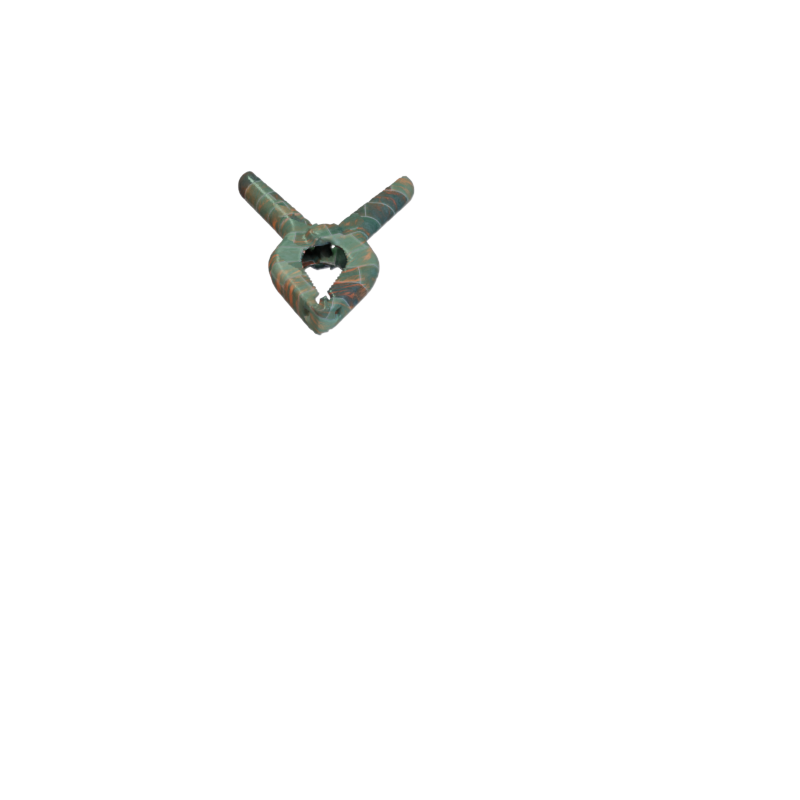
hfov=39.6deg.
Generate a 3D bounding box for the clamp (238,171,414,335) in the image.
[{"bbox_3d":[-0.076,-0.139,0.977,0.166,0.034,0.223,4,43,4],"label":"clamp"}]
